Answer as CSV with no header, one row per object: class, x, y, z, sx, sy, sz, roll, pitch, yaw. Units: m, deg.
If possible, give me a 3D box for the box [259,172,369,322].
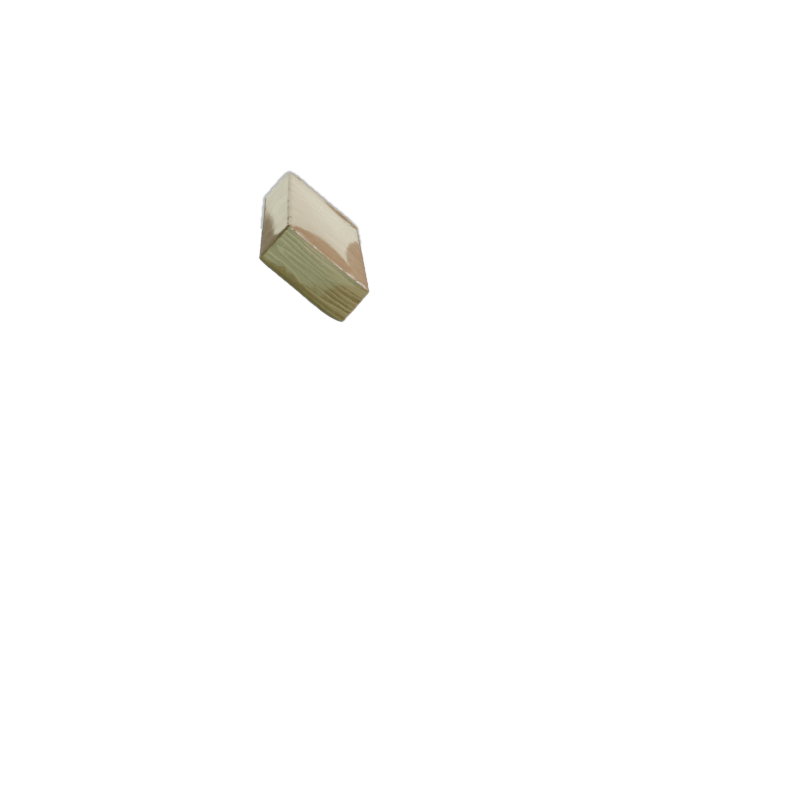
box,-0.078,-0.143,0.999,0.090,0.047,0.186,38,19,-20
